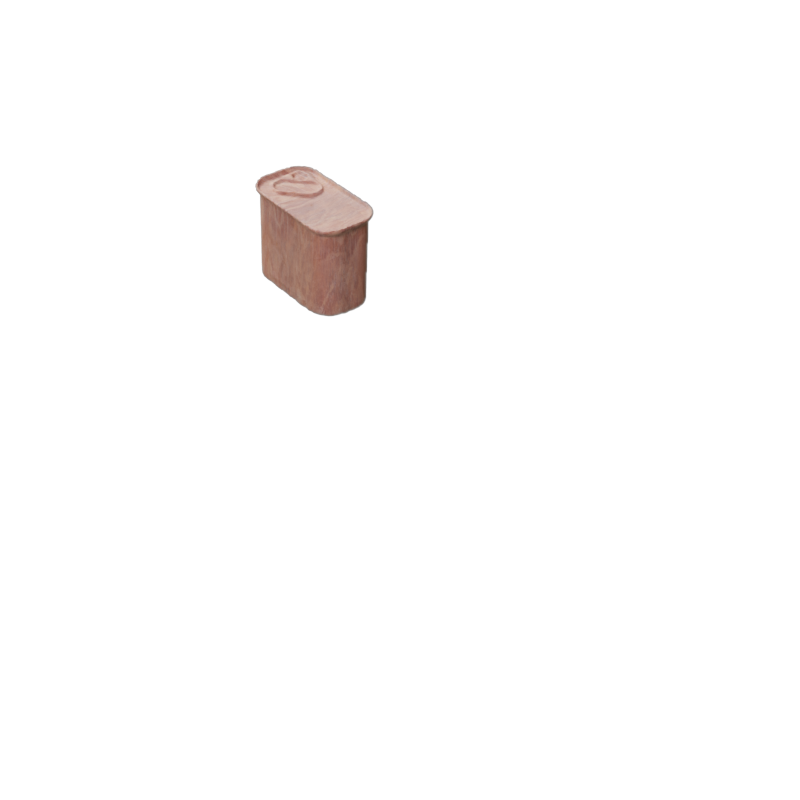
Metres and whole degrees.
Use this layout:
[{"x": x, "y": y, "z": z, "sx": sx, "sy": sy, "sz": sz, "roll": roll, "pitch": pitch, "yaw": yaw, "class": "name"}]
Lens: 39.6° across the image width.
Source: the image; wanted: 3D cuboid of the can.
[{"x": -0.069, "y": -0.126, "z": 0.882, "sx": 0.057, "sy": 0.078, "sz": 0.110, "roll": -24, "pitch": 44, "yaw": -31, "class": "can"}]
